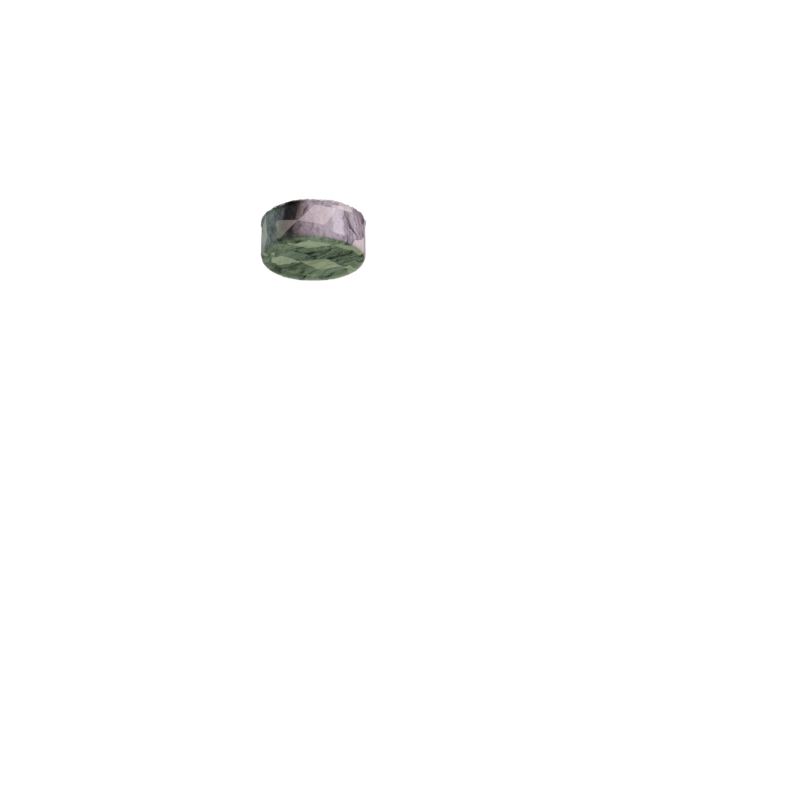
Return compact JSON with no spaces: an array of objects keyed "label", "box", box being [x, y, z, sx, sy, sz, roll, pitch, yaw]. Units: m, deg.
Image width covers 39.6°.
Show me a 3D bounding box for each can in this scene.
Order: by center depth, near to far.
[{"label":"can","box":[-0.070,-0.128,0.897,0.086,0.035,0.082,0,-21,-2]}]
